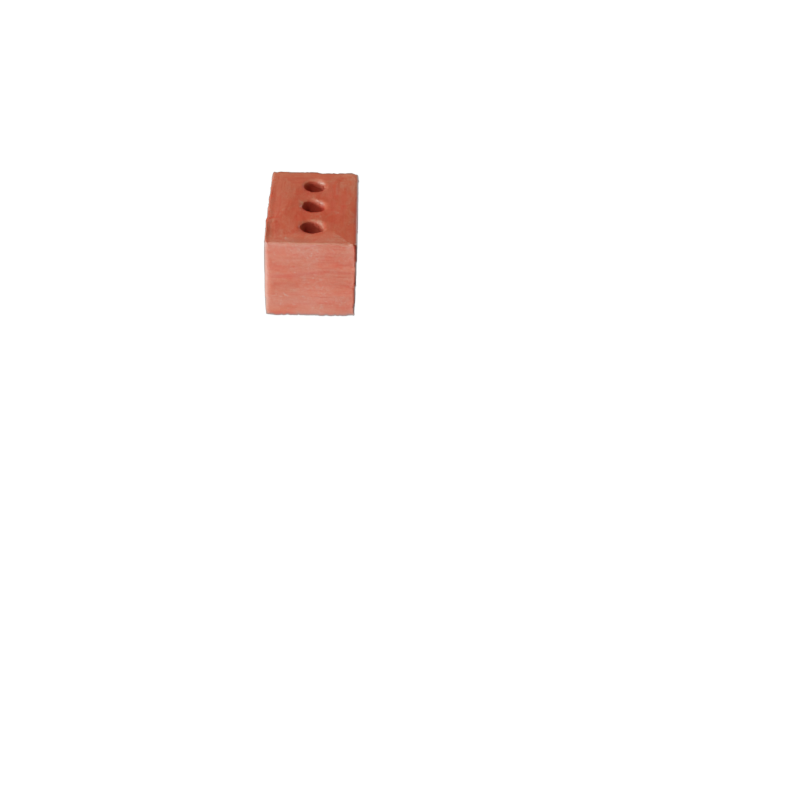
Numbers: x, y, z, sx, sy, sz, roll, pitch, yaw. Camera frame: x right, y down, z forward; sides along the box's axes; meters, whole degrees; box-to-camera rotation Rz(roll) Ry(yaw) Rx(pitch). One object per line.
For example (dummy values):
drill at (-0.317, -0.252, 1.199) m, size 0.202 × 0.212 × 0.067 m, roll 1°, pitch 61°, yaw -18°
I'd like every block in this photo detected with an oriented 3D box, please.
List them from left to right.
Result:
block at (-0.050, -0.092, 0.642) m, size 0.053 × 0.048 × 0.083 m, roll 0°, pitch 39°, yaw -2°
